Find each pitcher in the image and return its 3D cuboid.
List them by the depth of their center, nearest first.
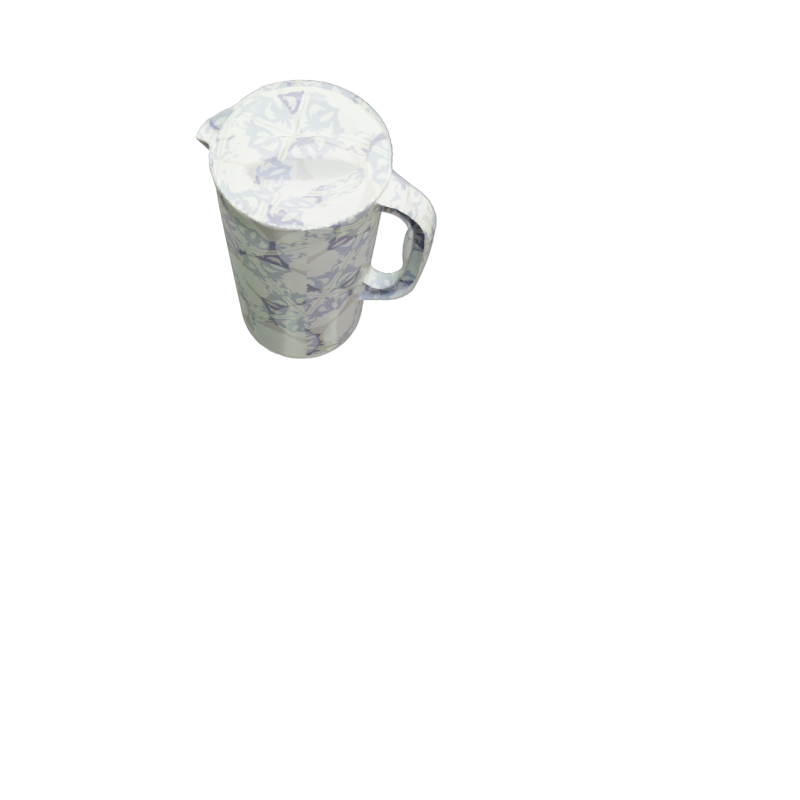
[{"bbox_3d":[-0.069,-0.127,0.887,0.144,0.159,0.229,-20,-24,-13],"label":"pitcher"}]
